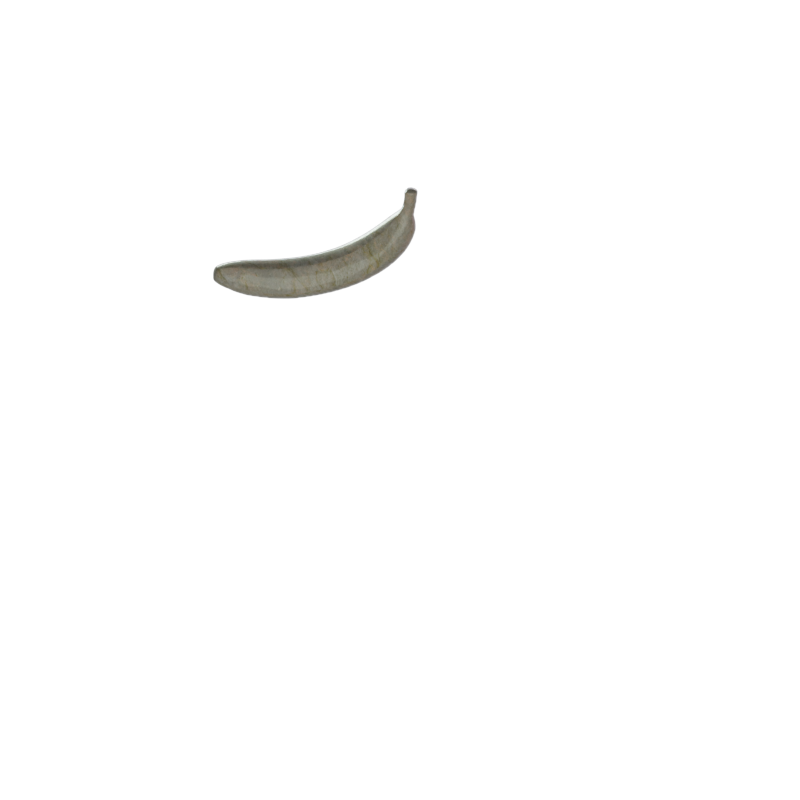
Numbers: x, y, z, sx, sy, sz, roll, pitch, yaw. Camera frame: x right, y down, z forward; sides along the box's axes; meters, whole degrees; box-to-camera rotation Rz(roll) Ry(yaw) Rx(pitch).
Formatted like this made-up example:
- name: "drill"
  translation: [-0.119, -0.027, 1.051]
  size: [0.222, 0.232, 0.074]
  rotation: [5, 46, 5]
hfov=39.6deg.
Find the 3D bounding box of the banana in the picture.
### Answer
- name: "banana"
  translation: [-0.066, -0.127, 0.987]
  size: [0.198, 0.066, 0.039]
  rotation: [-22, 24, 9]
